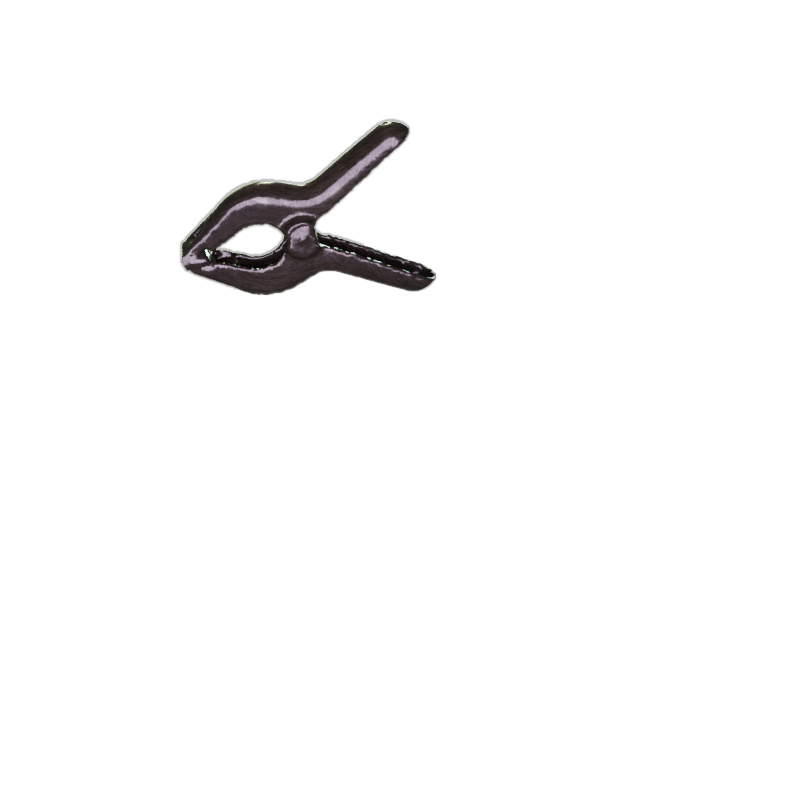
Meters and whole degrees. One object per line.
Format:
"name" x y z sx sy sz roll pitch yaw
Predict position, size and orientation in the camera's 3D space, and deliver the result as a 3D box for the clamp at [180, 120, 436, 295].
"clamp" -0.058 -0.106 0.744 0.172 0.115 0.041 -19 17 6
